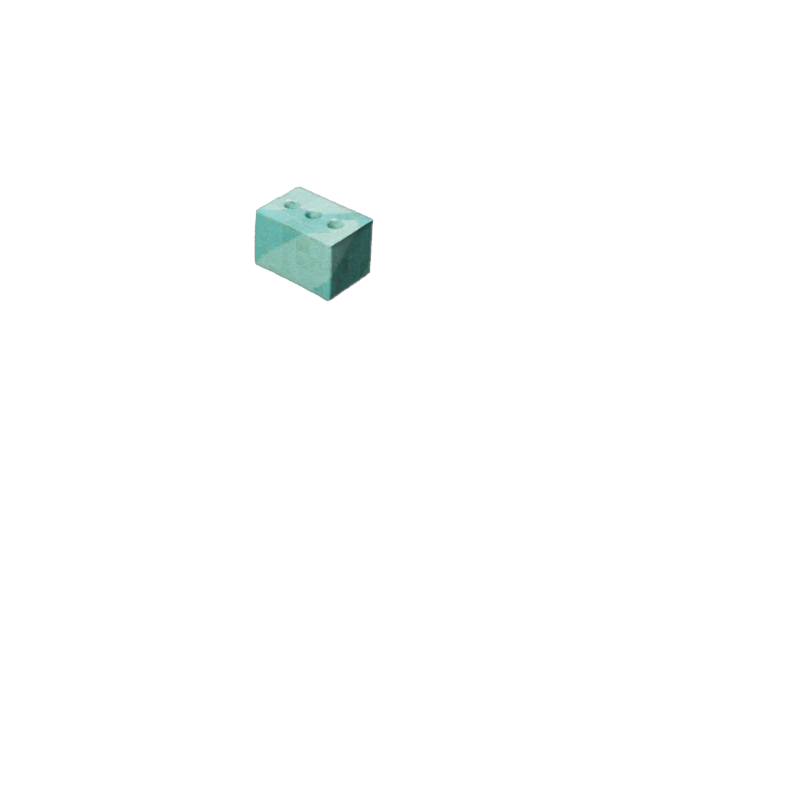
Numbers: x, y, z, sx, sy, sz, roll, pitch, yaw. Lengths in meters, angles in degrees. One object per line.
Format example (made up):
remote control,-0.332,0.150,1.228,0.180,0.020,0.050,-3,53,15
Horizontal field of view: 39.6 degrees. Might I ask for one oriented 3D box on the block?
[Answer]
block,-0.066,-0.121,0.849,0.083,0.048,0.053,27,44,30
